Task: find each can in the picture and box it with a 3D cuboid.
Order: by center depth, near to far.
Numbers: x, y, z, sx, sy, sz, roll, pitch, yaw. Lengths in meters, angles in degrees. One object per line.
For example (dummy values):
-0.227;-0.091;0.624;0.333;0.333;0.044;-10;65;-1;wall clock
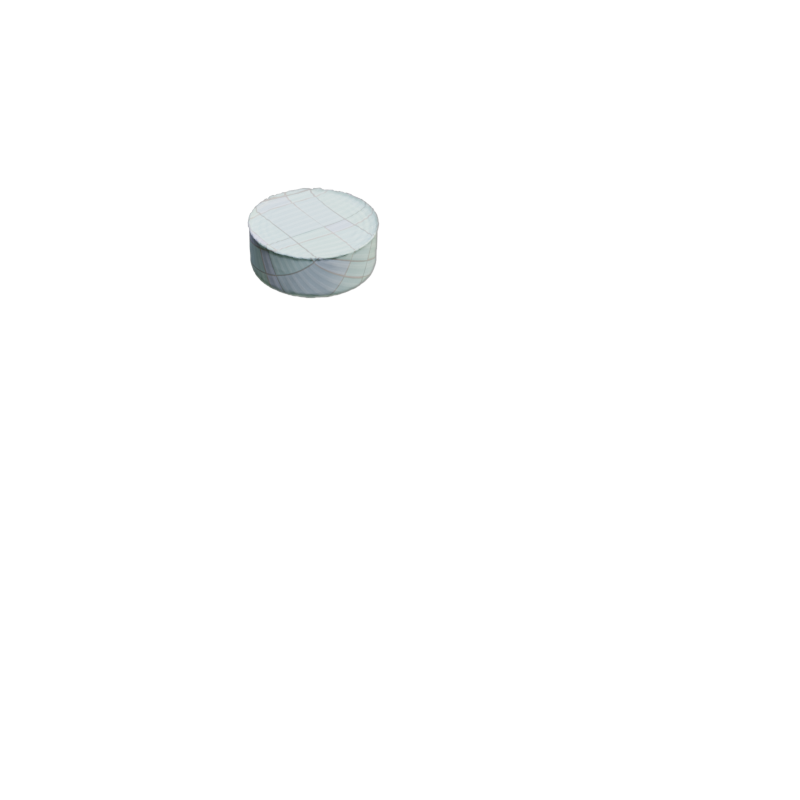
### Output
-0.057;-0.105;0.733;0.086;0.031;0.092;-1;38;-2;can
